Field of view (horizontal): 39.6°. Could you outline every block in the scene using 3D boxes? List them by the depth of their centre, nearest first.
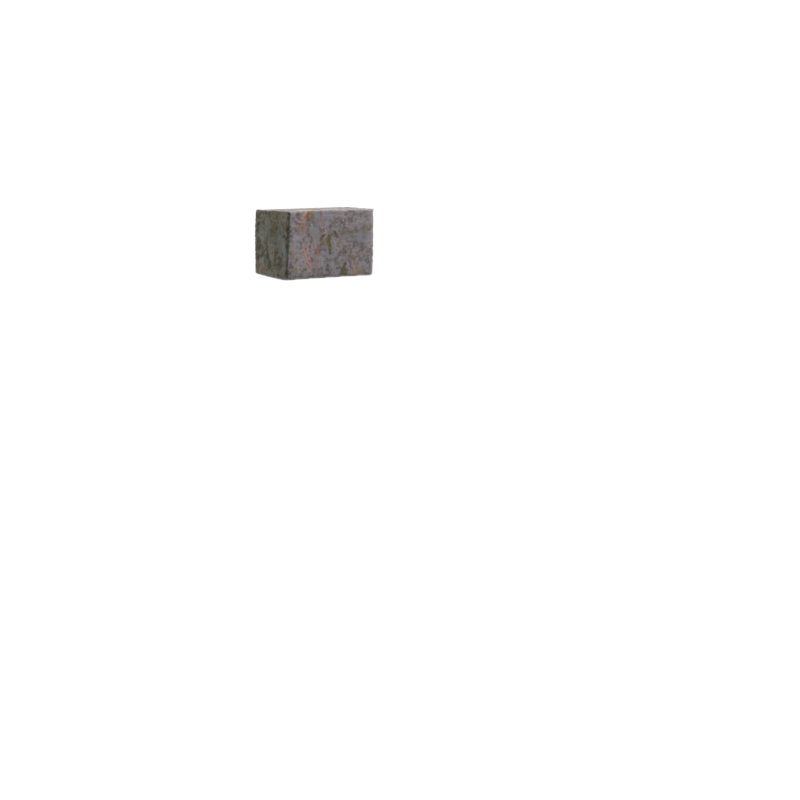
[{"bbox_3d":[-0.066,-0.121,0.849,0.076,0.050,0.055,-6,11,-33],"label":"block"}]
